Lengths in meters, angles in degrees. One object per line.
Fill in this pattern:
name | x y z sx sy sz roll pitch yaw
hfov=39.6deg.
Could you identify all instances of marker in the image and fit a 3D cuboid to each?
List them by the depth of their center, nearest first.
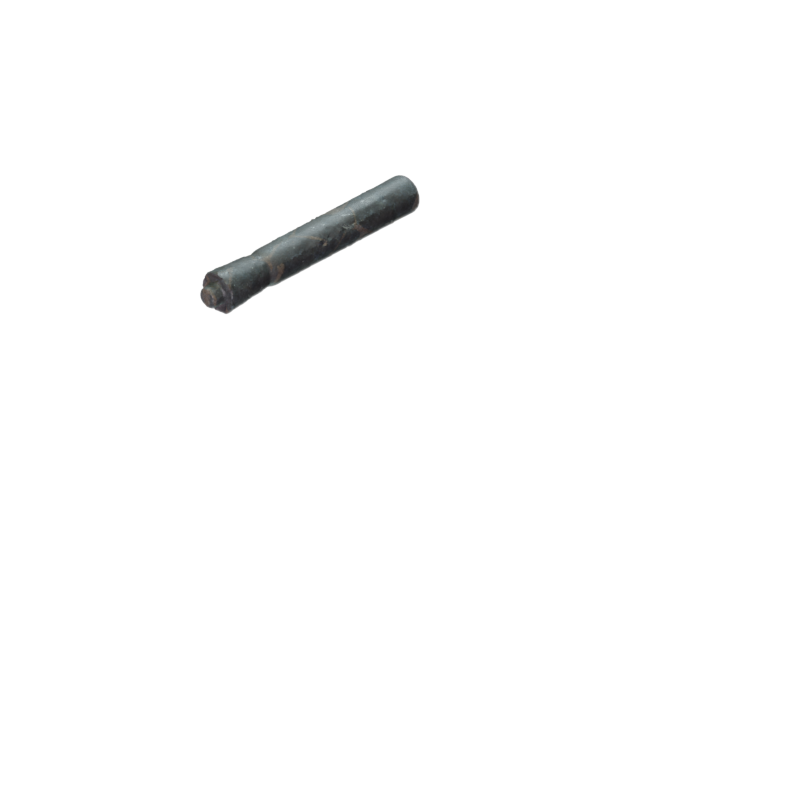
marker | -0.038 -0.069 0.480 0.021 0.019 0.121 4 30 47
